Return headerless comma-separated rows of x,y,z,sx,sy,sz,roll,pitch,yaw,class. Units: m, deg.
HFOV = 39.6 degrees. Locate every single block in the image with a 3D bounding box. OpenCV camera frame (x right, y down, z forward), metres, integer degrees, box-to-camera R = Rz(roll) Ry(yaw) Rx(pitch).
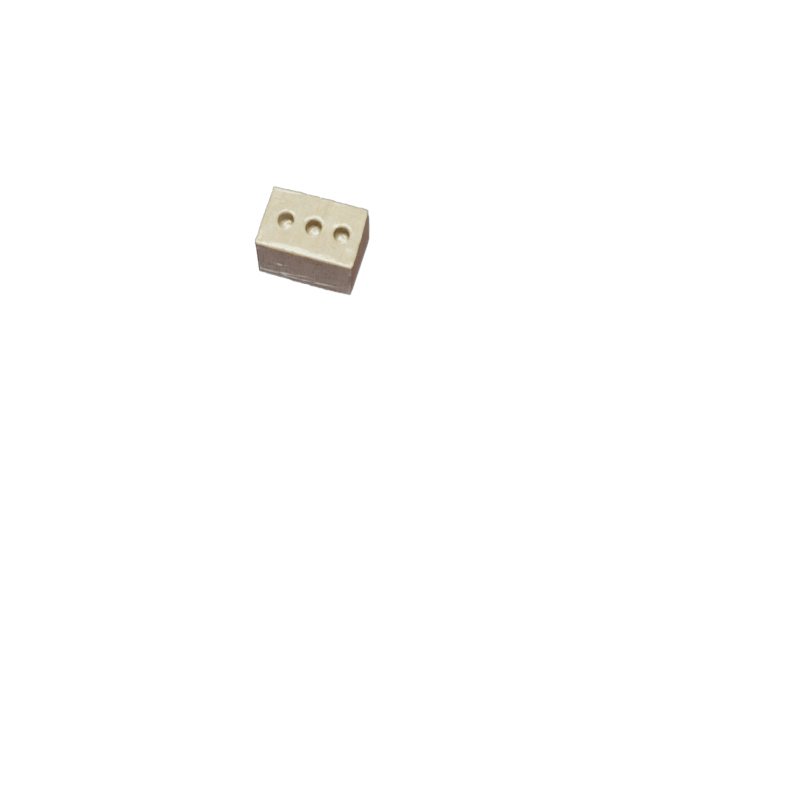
-0.067,-0.122,0.852,0.079,0.055,0.049,14,-23,5,block
